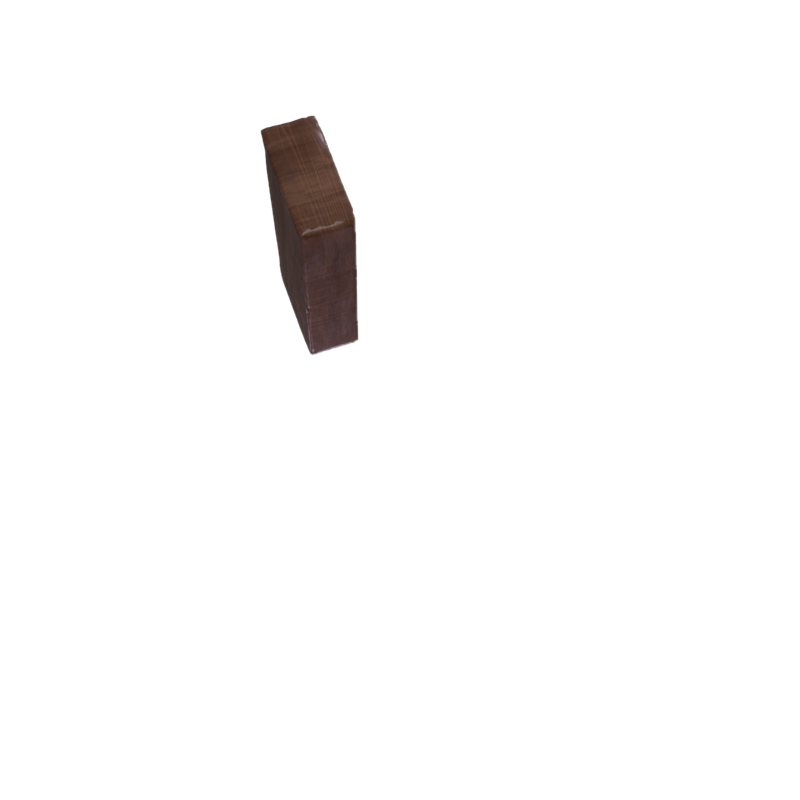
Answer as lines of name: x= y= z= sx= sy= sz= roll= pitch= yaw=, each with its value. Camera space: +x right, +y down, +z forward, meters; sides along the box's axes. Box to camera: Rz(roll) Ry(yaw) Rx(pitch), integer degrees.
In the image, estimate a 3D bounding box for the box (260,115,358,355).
box: x=-0.062 y=-0.114 z=0.798 sx=0.048 sy=0.100 sz=0.166 roll=-15 pitch=-24 yaw=-11
